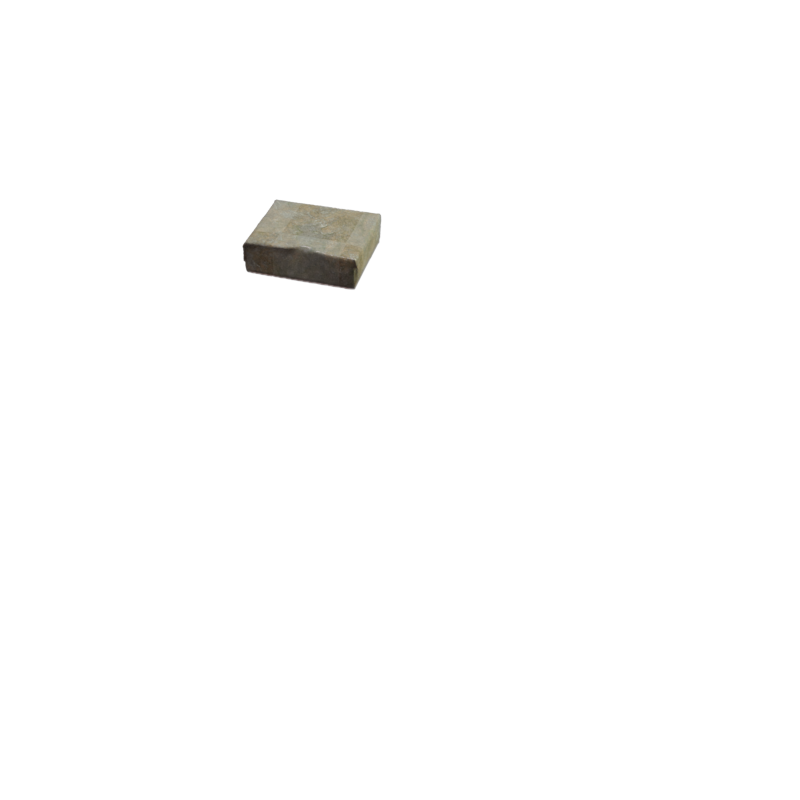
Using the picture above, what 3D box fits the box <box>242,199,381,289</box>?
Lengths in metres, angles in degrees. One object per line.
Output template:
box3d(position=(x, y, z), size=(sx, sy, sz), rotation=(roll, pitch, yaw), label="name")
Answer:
box3d(position=(-0.066, -0.121, 0.847), size=(0.091, 0.028, 0.076), rotation=(10, 37, 13), label="box")
